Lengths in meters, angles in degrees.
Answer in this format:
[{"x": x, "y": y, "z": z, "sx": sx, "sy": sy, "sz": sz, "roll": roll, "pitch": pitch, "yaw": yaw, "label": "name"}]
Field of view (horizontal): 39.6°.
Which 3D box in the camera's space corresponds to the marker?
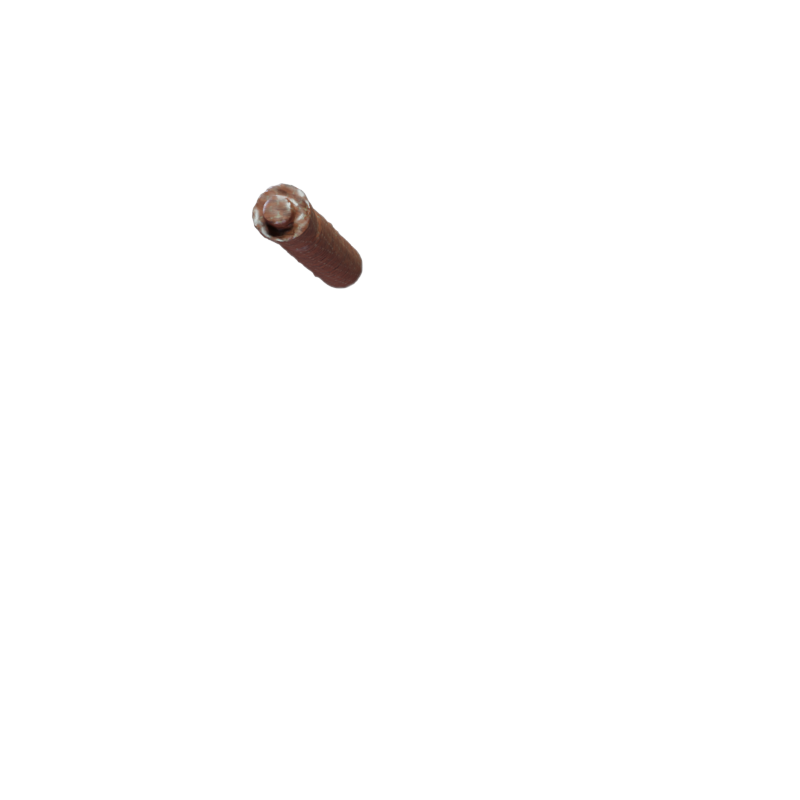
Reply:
[{"x": -0.031, "y": -0.057, "z": 0.399, "sx": 0.020, "sy": 0.020, "sz": 0.118, "roll": 1, "pitch": -2, "yaw": 7, "label": "marker"}]
